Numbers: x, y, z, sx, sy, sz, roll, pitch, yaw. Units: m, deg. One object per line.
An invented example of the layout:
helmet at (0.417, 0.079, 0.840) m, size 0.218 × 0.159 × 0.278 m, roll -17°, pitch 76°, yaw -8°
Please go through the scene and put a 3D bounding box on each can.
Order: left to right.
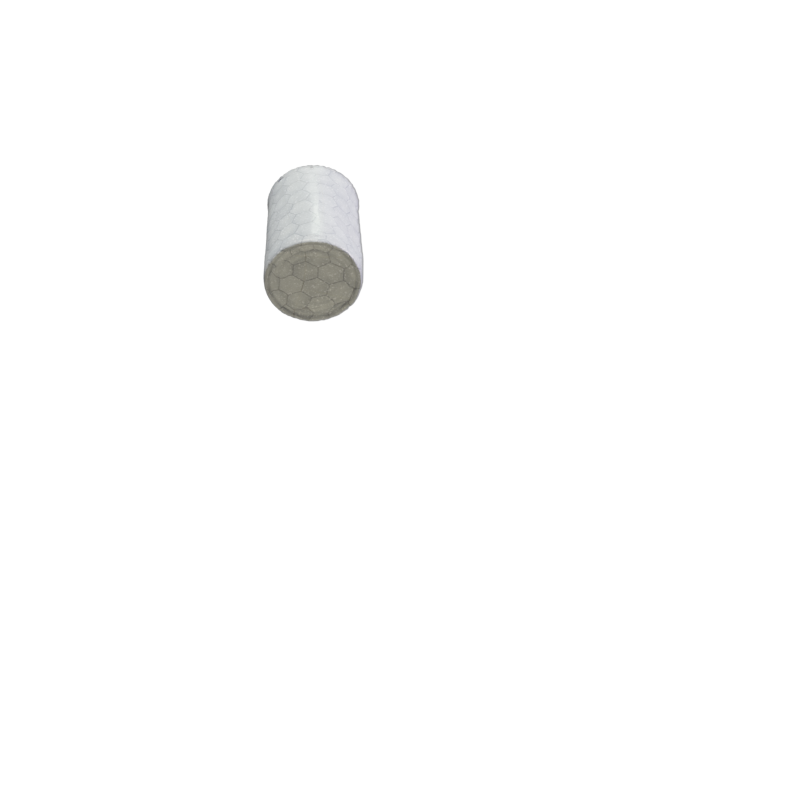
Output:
can at (-0.061, -0.111, 0.777) m, size 0.068 × 0.064 × 0.109 m, roll -1°, pitch 37°, yaw -3°
